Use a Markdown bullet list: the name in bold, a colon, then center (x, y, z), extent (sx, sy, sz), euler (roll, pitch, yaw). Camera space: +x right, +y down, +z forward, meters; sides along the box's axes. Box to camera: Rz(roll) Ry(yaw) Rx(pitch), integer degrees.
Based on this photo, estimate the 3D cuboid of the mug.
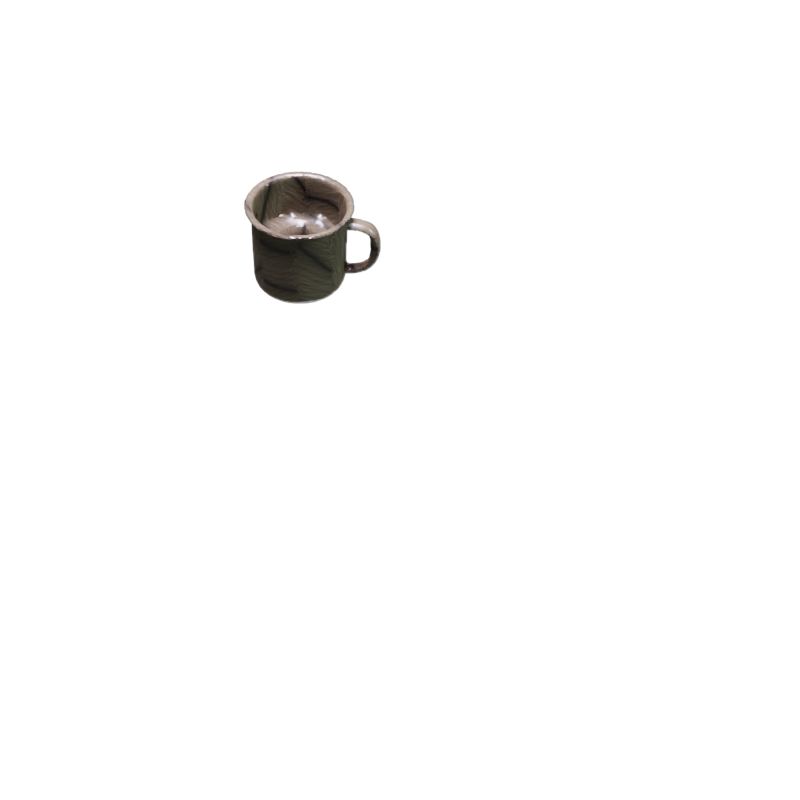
- **mug**: center (-0.075, -0.137, 0.958), extent (0.118, 0.076, 0.099), euler (5, 44, 4)
